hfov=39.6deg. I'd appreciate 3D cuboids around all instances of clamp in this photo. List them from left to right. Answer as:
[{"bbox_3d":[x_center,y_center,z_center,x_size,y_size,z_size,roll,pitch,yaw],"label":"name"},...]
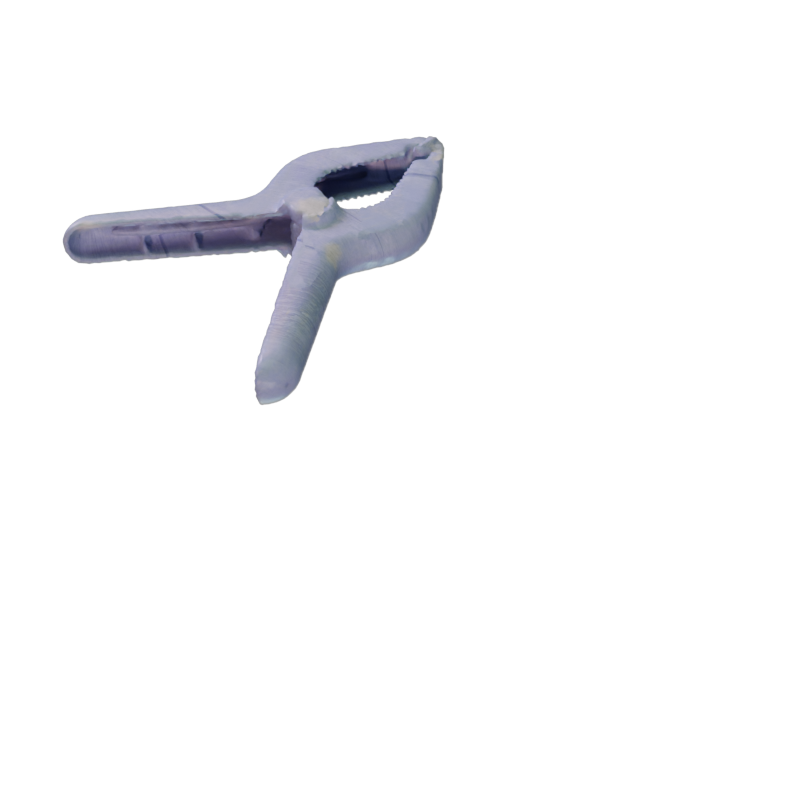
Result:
[{"bbox_3d":[-0.045,-0.082,0.572,0.209,0.034,0.177,-27,48,-28],"label":"clamp"}]
